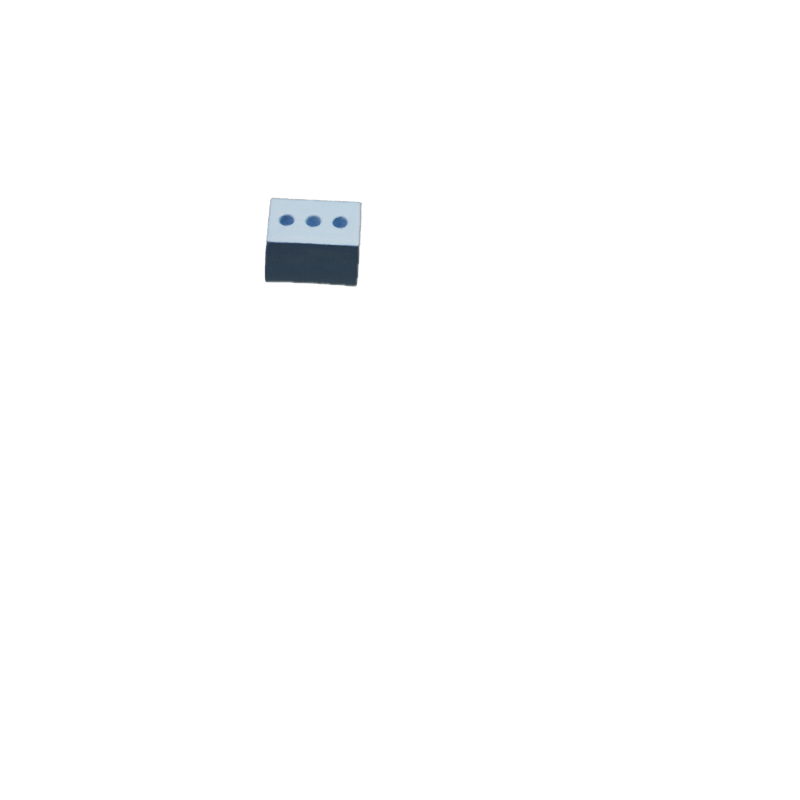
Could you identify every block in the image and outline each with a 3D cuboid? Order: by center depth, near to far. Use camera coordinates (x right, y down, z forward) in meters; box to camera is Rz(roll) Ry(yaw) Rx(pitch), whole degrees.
[{"bbox_3d":[-0.072,-0.131,0.918,0.078,0.056,0.048,2,-39,1],"label":"block"}]
